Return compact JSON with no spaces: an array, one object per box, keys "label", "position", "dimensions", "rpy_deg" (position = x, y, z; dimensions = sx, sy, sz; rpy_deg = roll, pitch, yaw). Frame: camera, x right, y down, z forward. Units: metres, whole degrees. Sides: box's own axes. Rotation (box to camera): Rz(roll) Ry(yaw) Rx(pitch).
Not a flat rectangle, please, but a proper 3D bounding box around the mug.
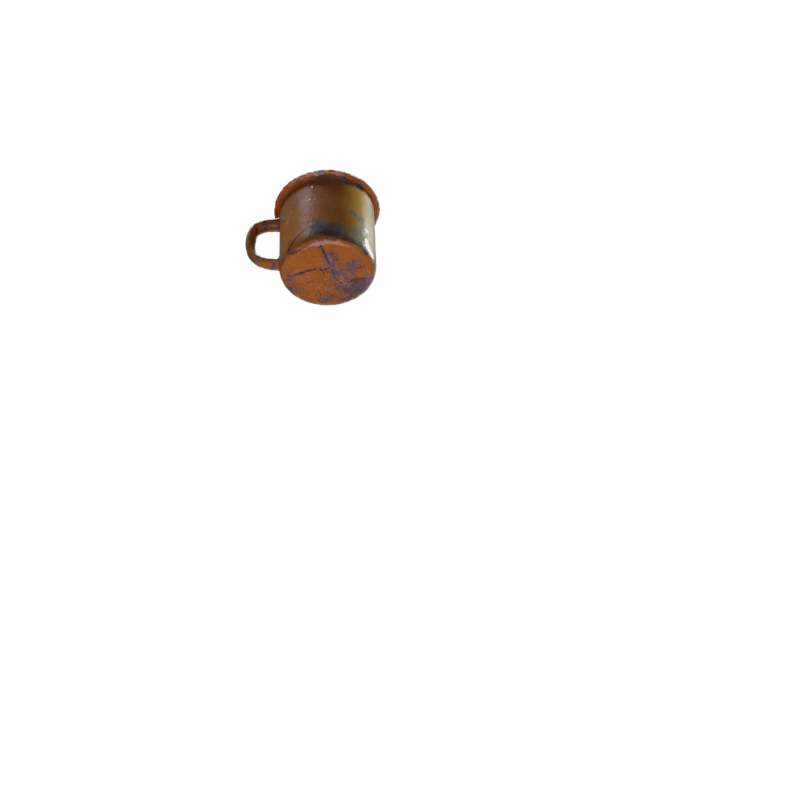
[{"label":"mug","position":[-0.074,-0.135,0.948],"dimensions":[0.117,0.087,0.087],"rpy_deg":[-2,-43,0]}]
